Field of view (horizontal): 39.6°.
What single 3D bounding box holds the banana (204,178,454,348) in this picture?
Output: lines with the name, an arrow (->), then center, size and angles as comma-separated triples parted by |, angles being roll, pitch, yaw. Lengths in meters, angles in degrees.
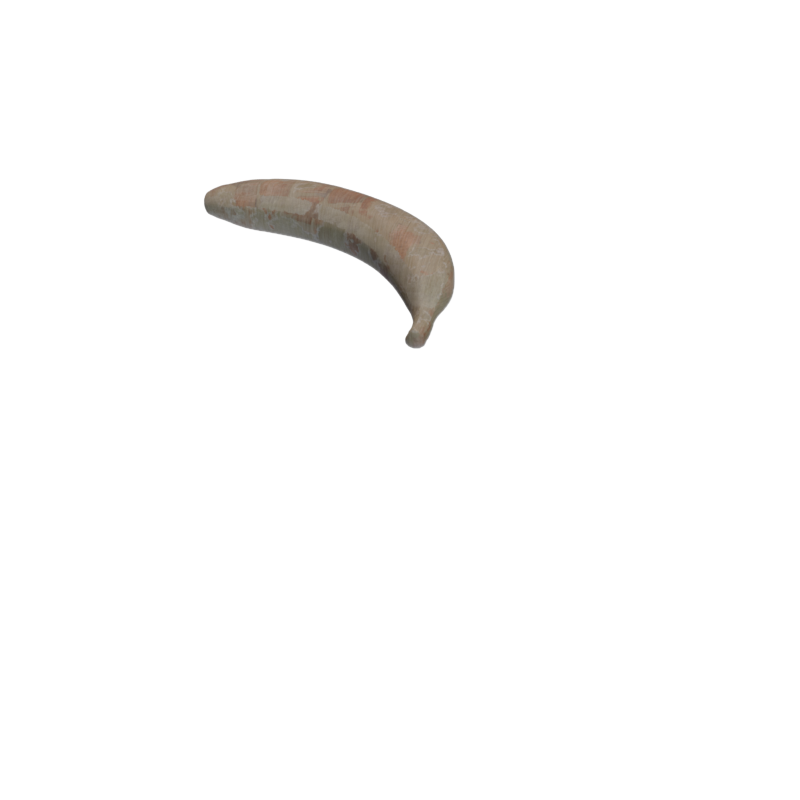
banana -> -0.033, -0.096, 0.641 | 0.069, 0.034, 0.212 | -24, 40, -33
